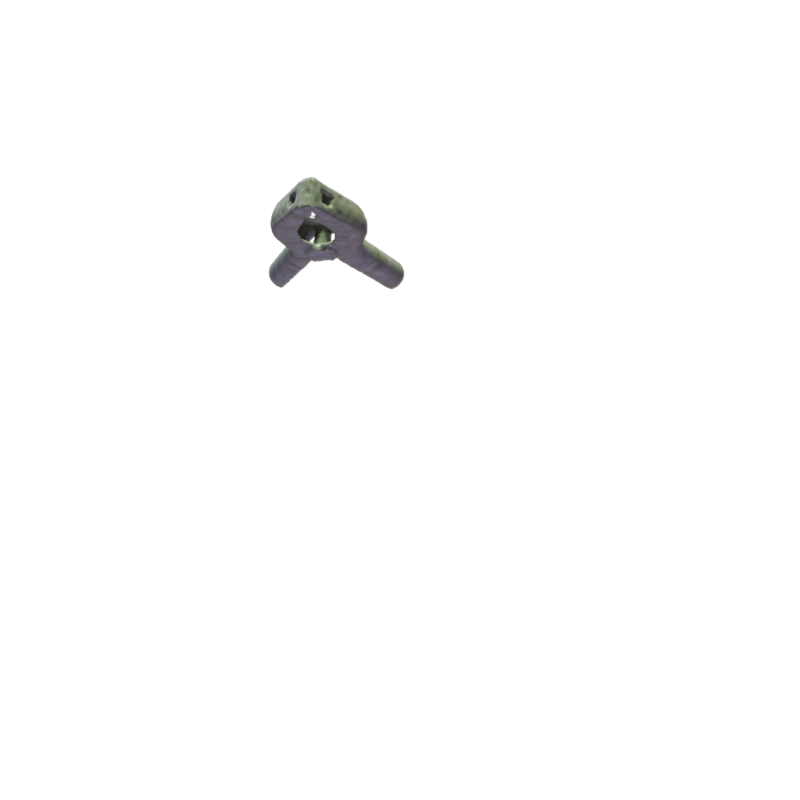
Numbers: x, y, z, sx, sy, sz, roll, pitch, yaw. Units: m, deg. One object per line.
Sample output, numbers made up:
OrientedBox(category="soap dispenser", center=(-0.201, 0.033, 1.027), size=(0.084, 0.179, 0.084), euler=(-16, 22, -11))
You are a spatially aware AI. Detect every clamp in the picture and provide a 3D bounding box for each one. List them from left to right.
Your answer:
OrientedBox(category="clamp", center=(-0.073, -0.133, 0.934), size=(0.122, 0.041, 0.159), euler=(-7, -25, 14))
